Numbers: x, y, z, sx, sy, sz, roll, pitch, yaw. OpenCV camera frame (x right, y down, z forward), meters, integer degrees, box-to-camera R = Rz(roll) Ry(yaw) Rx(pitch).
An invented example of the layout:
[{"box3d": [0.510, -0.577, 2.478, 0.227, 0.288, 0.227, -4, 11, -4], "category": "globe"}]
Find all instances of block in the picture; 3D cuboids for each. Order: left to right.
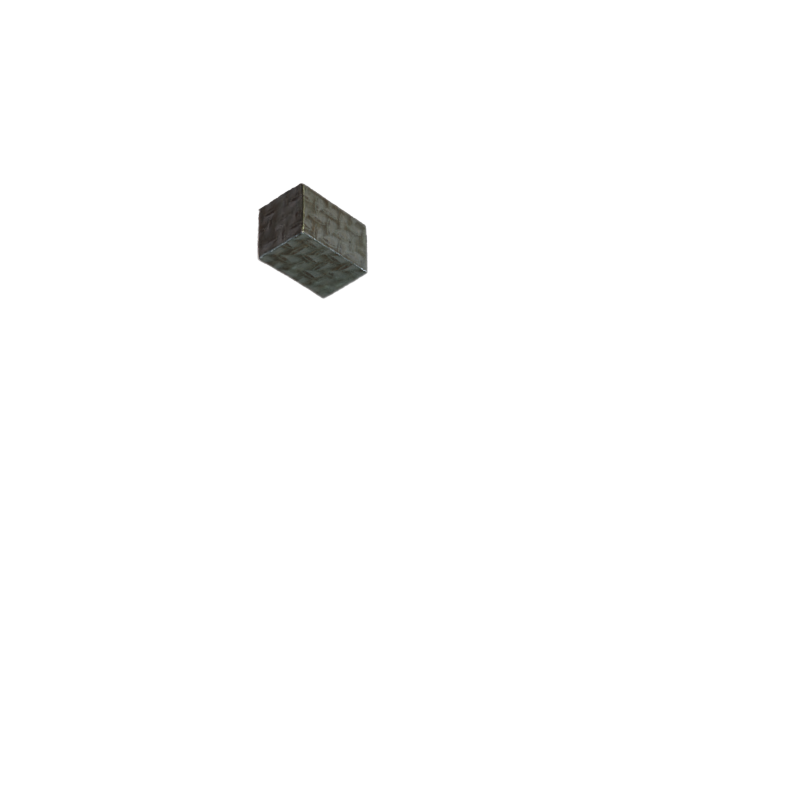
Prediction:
[{"box3d": [-0.070, -0.128, 0.896, 0.053, 0.055, 0.073, -28, -42, 33], "category": "block"}]
